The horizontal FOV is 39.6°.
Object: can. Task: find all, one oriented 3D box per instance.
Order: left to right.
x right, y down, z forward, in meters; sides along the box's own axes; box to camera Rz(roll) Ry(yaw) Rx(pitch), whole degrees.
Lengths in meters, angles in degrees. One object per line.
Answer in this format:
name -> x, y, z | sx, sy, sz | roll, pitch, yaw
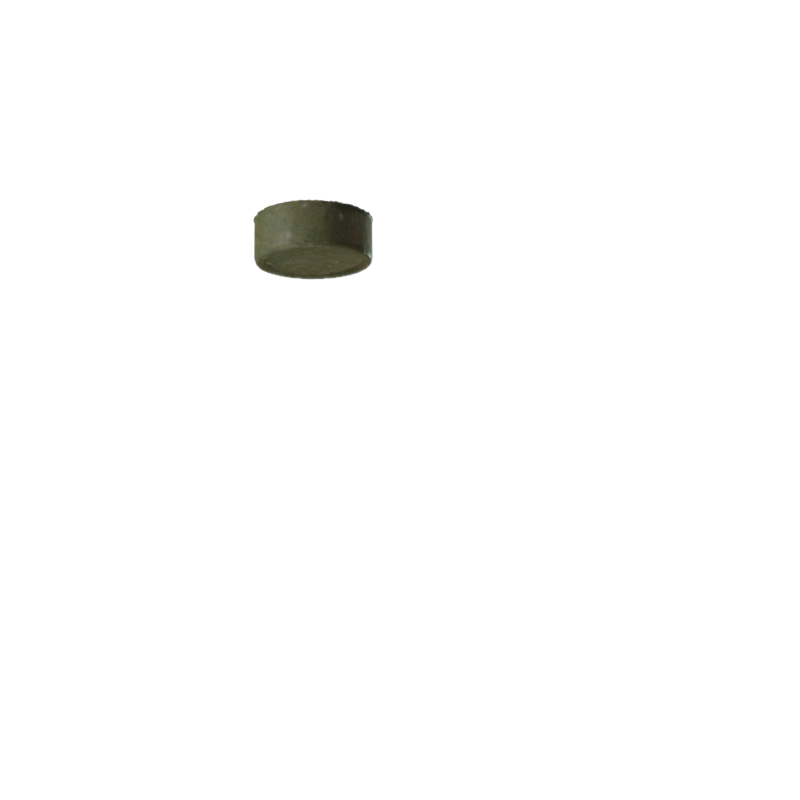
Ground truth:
can -> -0.062, -0.113, 0.792 | 0.086, 0.035, 0.083 | 0, -11, -2
